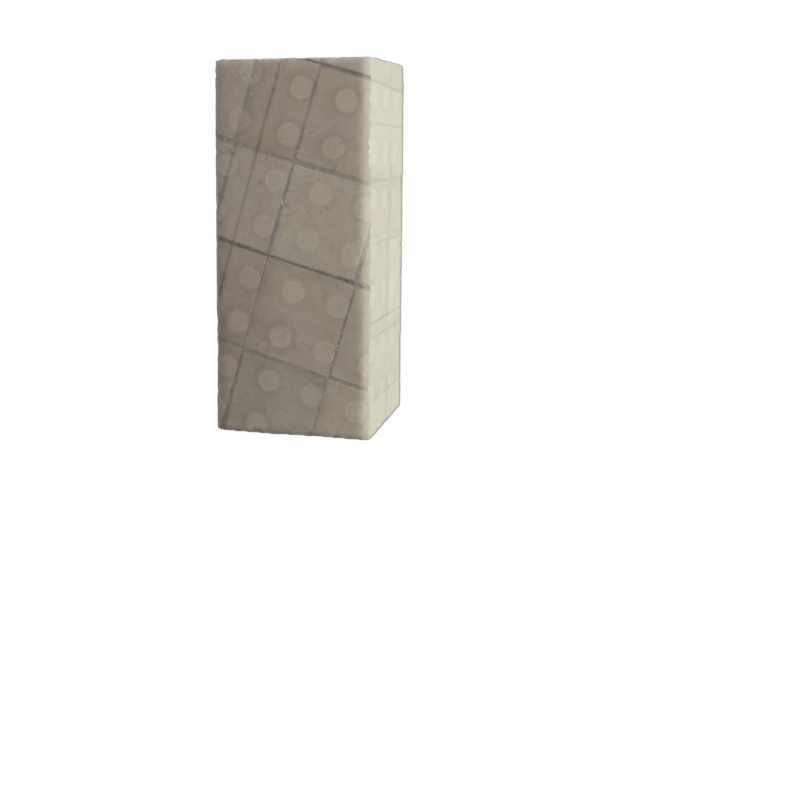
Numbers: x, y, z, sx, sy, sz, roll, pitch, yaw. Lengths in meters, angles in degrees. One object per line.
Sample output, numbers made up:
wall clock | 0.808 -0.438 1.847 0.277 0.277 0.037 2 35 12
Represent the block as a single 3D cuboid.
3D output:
block | -0.050 -0.091 0.641 0.092 0.203 0.090 2 7 14
